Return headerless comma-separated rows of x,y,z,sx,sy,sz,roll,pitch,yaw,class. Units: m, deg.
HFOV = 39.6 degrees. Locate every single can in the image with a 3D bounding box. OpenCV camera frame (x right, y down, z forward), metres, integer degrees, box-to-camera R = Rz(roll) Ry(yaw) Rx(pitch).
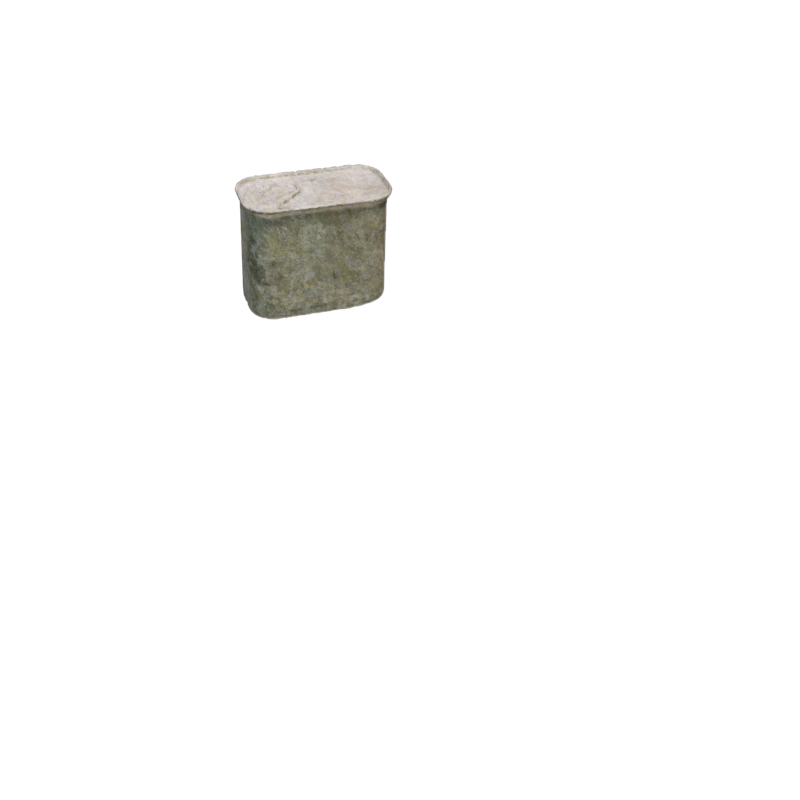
-0.059,-0.108,0.754,0.100,0.079,0.062,-9,33,-15,can
